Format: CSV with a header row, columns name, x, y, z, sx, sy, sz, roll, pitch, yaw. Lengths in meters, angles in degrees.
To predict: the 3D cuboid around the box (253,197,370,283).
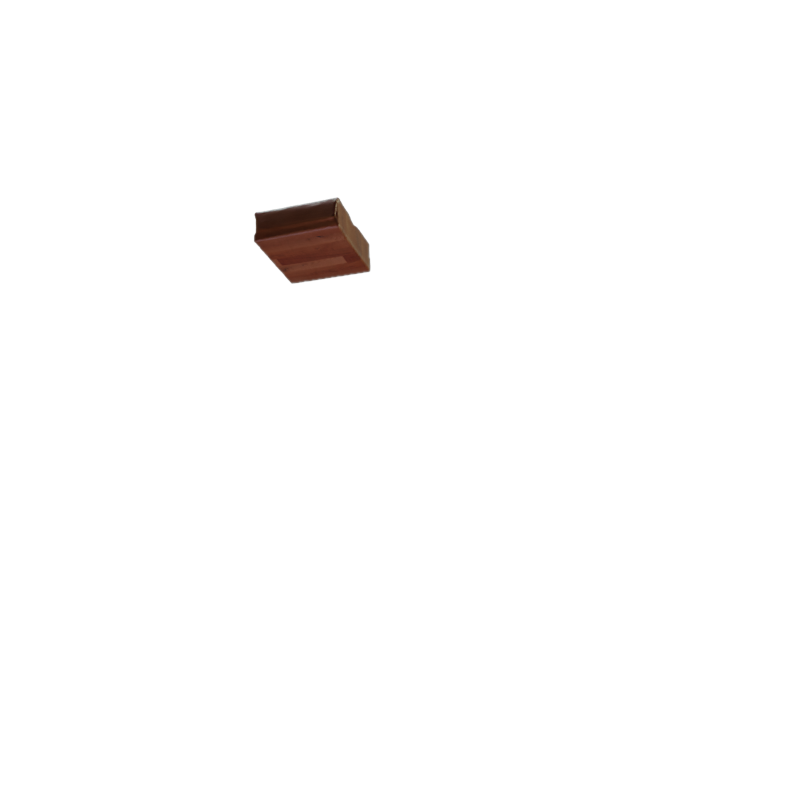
name,x,y,z,sx,sy,sz,roll,pitch,yaw
box,-0.072,-0.132,0.924,0.074,0.032,0.083,-8,-24,17
